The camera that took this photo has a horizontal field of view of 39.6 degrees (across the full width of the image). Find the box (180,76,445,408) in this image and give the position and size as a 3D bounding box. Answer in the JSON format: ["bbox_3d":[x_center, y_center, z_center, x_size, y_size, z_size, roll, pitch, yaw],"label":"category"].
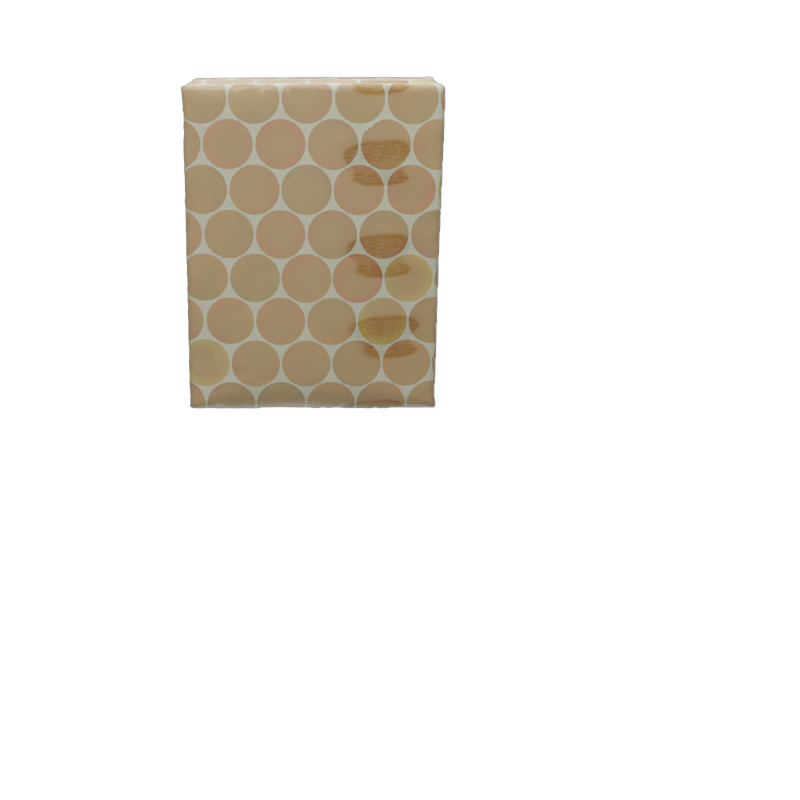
[{"bbox_3d":[-0.057,-0.104,0.732,0.164,0.207,0.074,0,15,-2],"label":"box"}]
